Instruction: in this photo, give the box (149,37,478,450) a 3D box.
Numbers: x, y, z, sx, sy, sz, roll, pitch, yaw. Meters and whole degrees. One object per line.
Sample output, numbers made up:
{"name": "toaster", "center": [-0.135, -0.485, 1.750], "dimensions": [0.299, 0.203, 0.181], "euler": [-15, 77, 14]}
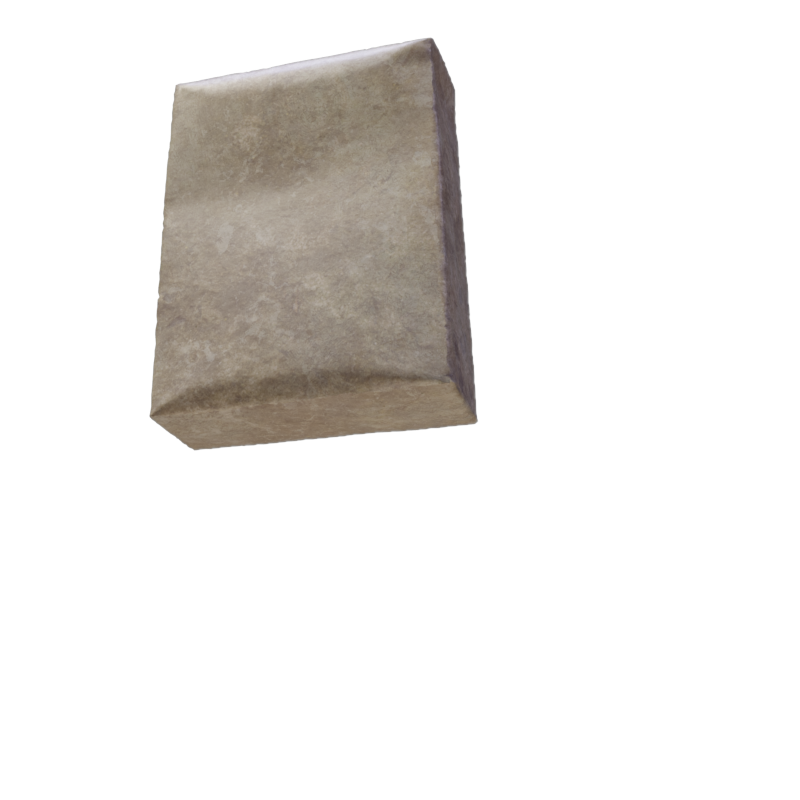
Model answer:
{"name": "box", "center": [-0.049, -0.089, 0.624], "dimensions": [0.166, 0.226, 0.067], "euler": [-7, -25, 14]}
